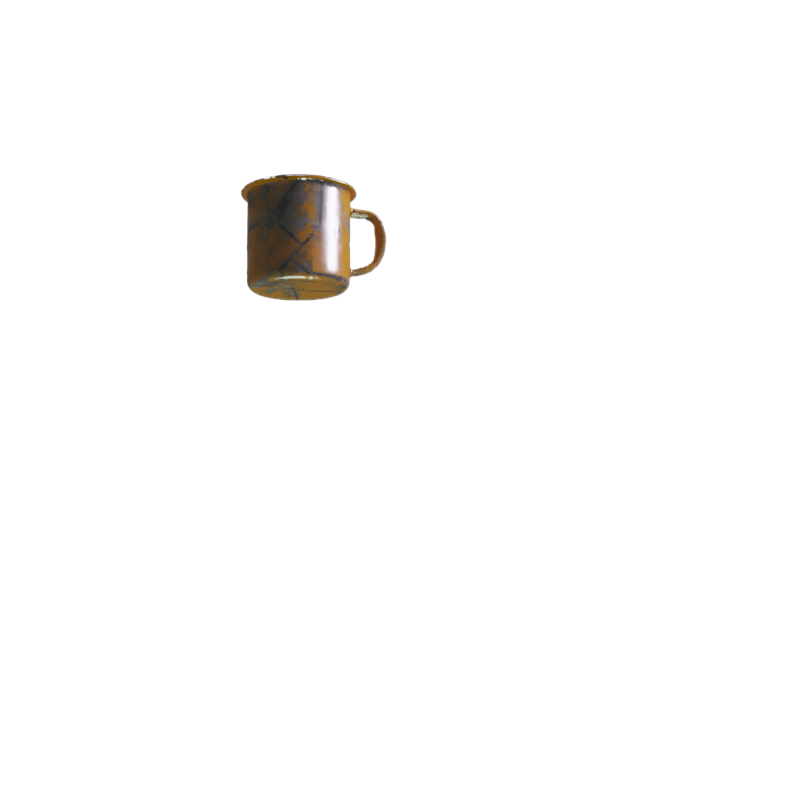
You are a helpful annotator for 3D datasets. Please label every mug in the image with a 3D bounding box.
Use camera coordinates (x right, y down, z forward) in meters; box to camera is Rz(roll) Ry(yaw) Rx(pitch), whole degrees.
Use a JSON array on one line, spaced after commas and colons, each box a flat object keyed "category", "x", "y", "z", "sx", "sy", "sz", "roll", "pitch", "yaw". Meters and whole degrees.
[{"category": "mug", "x": -0.069, "y": -0.126, "z": 0.884, "sx": 0.115, "sy": 0.084, "sz": 0.092, "roll": 2, "pitch": -12, "yaw": -11}]
